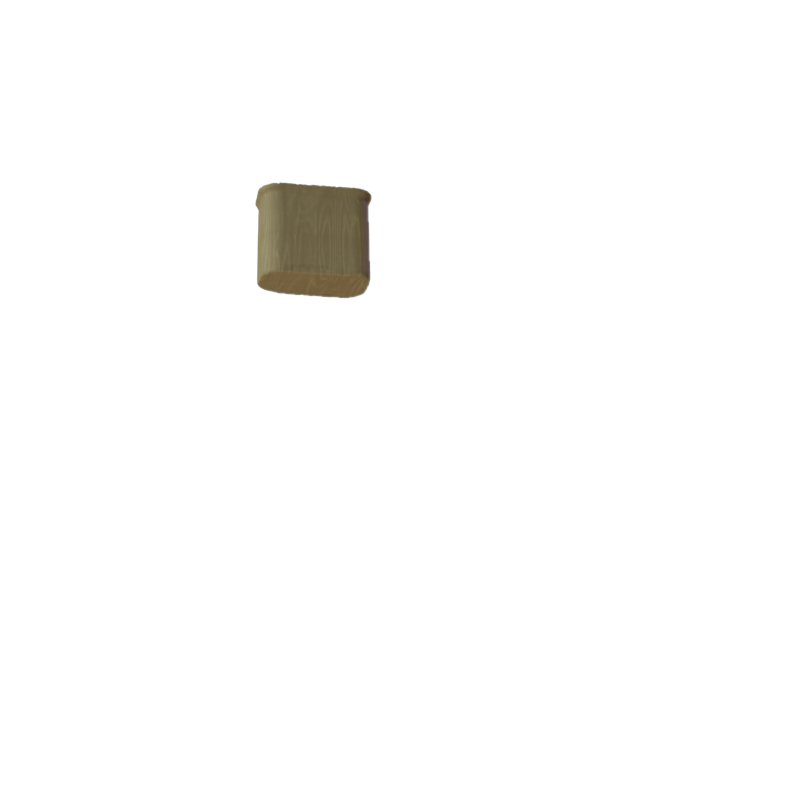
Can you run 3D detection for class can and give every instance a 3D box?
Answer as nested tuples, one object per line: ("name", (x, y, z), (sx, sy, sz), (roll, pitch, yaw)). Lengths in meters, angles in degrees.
("can", (-0.076, -0.139, 0.973), (0.100, 0.088, 0.055), (3, -22, -10))
